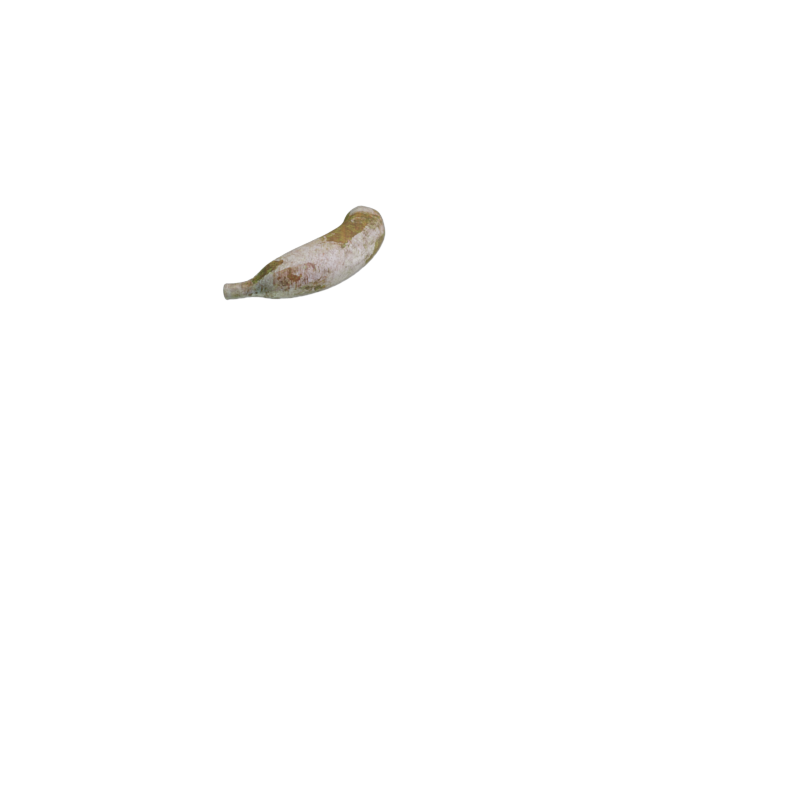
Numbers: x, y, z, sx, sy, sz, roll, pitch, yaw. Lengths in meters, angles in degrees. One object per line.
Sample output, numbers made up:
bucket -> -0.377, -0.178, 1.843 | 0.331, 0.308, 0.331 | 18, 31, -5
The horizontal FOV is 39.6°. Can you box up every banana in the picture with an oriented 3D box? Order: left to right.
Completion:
banana -> -0.054, -0.118, 0.860 | 0.073, 0.035, 0.199 | 13, 29, 26
